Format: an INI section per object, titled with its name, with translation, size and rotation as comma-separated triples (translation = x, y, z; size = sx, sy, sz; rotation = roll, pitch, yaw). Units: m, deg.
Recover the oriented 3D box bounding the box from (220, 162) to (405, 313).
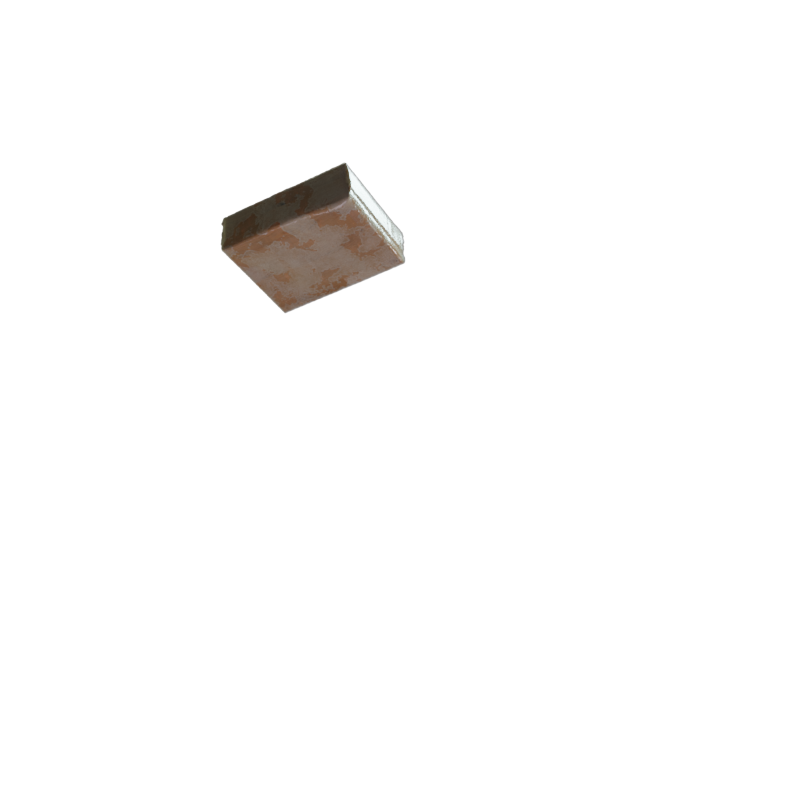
[box]
translation = -0.066, -0.120, 0.842
size = 0.114, 0.042, 0.083
rotation = -19, -41, 23
